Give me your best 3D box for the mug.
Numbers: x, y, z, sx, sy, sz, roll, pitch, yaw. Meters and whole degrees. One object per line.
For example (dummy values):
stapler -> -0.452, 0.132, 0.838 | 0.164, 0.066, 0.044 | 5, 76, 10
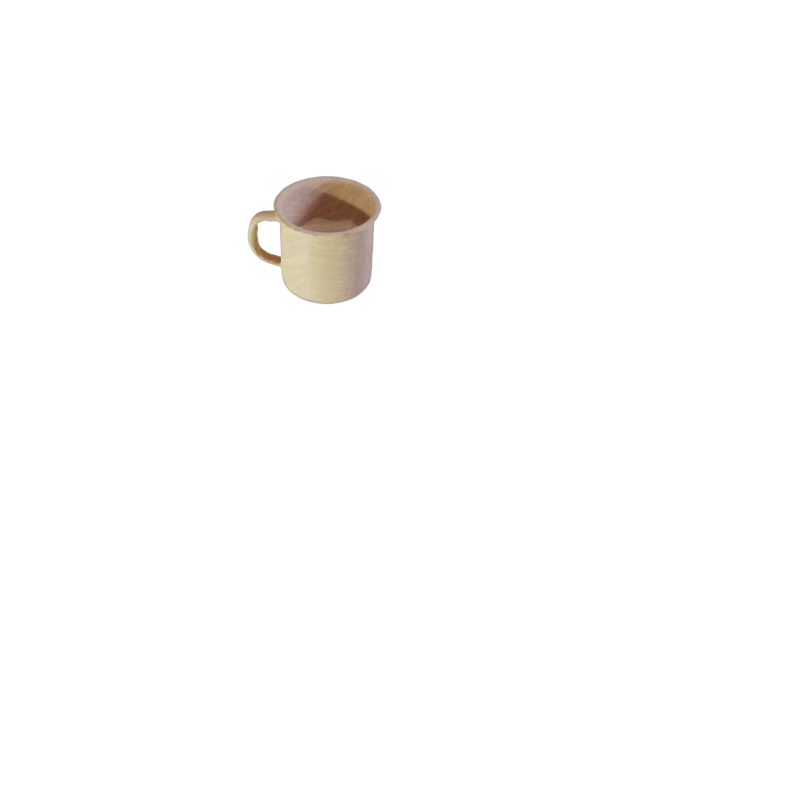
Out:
mug -> -0.077, -0.140, 0.979 | 0.118, 0.076, 0.099 | 3, 40, 2
